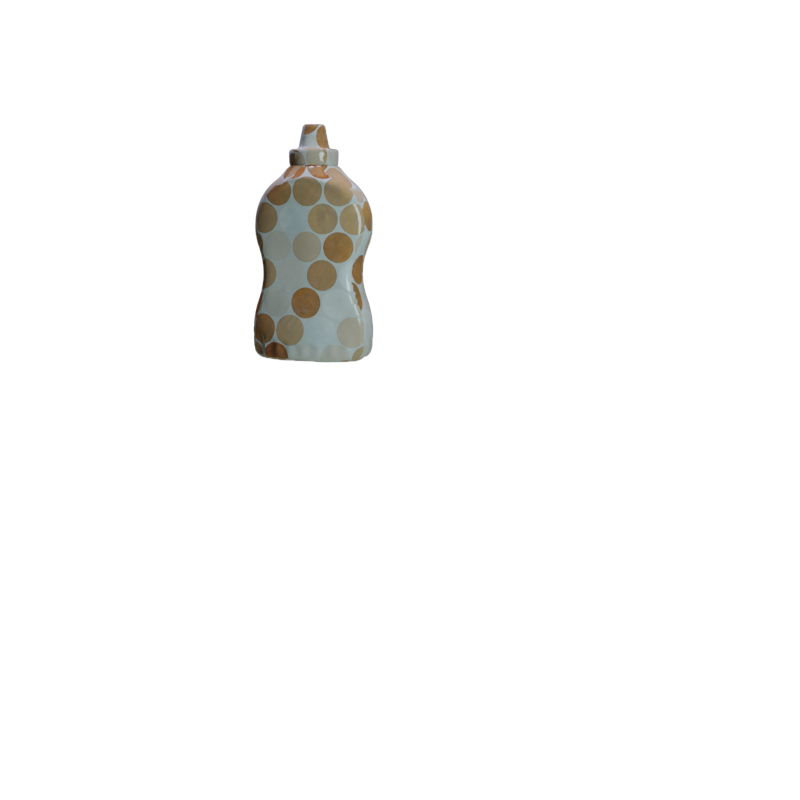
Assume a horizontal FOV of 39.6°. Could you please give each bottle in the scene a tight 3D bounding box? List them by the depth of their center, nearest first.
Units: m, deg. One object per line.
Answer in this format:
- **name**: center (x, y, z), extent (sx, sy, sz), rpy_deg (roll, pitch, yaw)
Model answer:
- **bottle**: center (-0.071, -0.130, 0.909), extent (0.098, 0.190, 0.057), rpy_deg (1, 3, 17)
